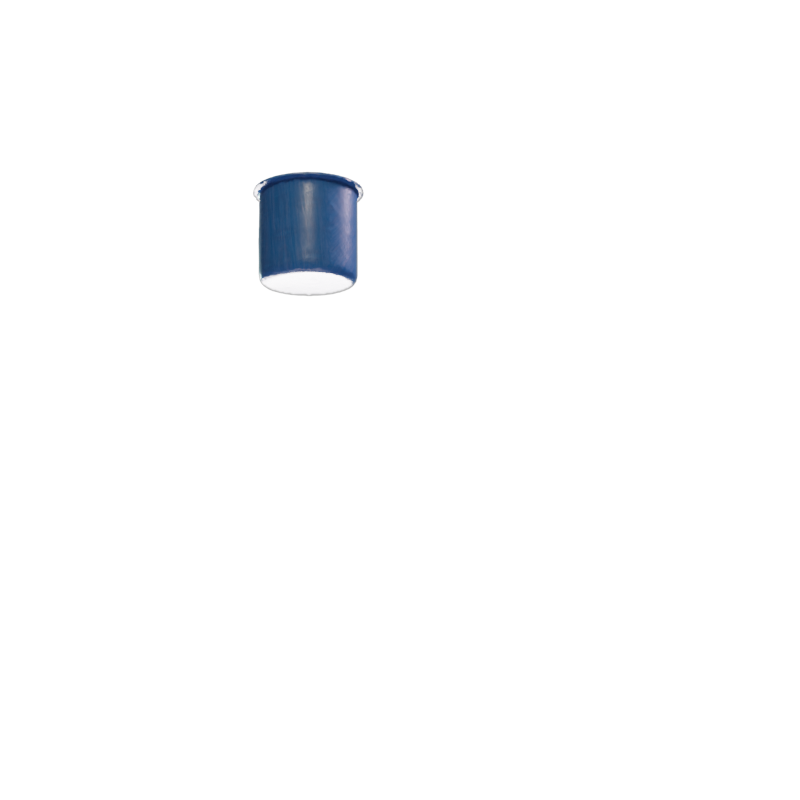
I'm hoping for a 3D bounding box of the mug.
[{"bbox_3d":[-0.073,-0.133,0.932,0.095,0.085,0.111,-5,-14,17],"label":"mug"}]
